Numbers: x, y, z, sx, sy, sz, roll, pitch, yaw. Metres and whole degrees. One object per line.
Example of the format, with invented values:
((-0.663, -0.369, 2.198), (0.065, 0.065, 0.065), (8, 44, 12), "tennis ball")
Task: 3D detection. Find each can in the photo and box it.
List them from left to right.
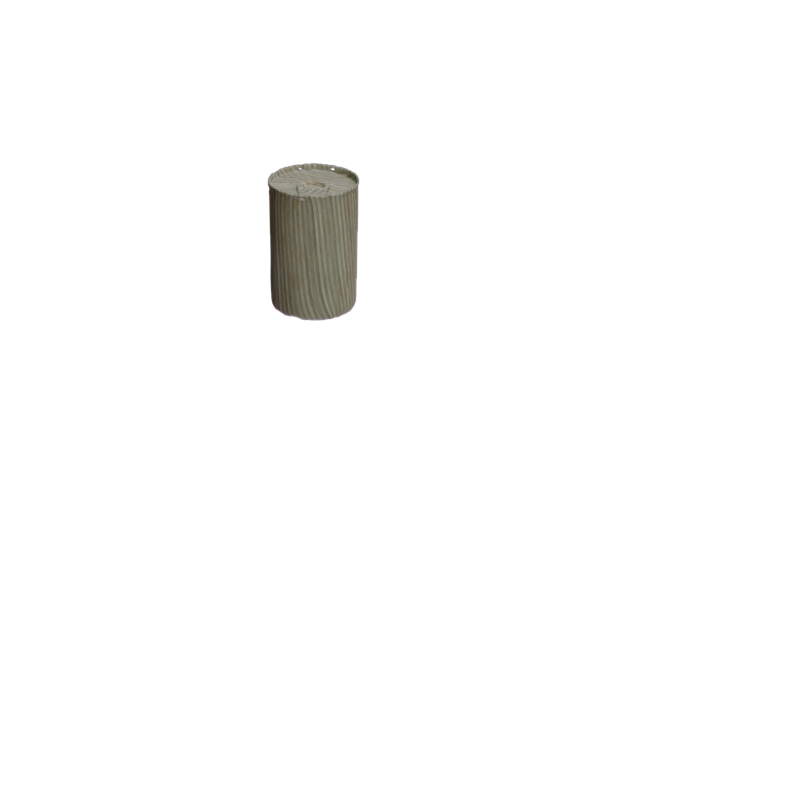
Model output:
((-0.066, -0.120, 0.839), (0.068, 0.097, 0.072), (0, 27, -2), "can")
